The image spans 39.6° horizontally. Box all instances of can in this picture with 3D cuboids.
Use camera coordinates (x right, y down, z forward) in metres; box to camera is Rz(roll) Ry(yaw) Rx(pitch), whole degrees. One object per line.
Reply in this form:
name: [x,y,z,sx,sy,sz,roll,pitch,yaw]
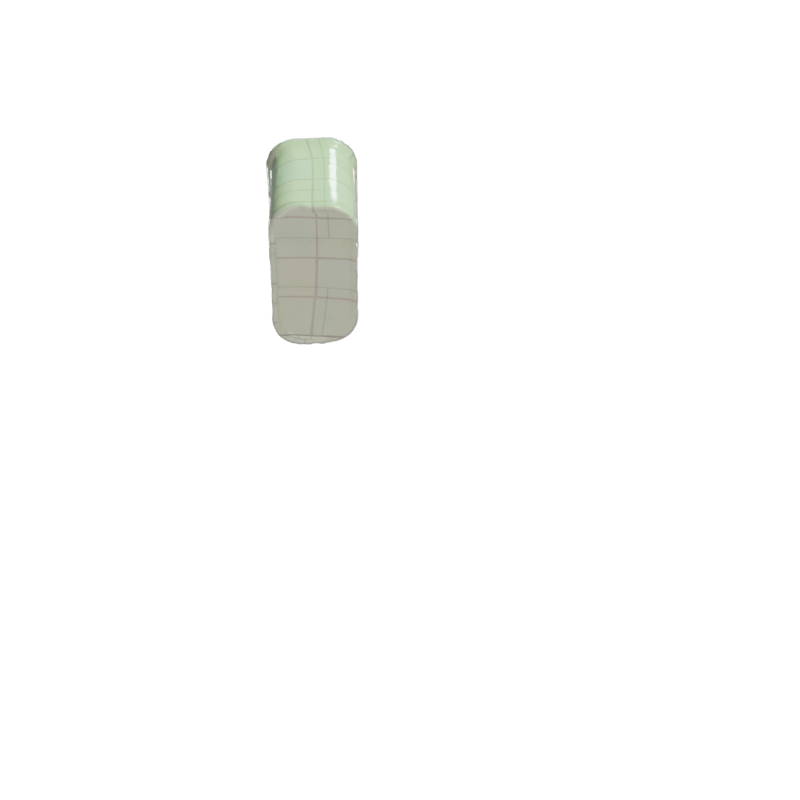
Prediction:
can: [-0.053,-0.097,0.679,0.057,0.095,0.089,-1,34,-2]
